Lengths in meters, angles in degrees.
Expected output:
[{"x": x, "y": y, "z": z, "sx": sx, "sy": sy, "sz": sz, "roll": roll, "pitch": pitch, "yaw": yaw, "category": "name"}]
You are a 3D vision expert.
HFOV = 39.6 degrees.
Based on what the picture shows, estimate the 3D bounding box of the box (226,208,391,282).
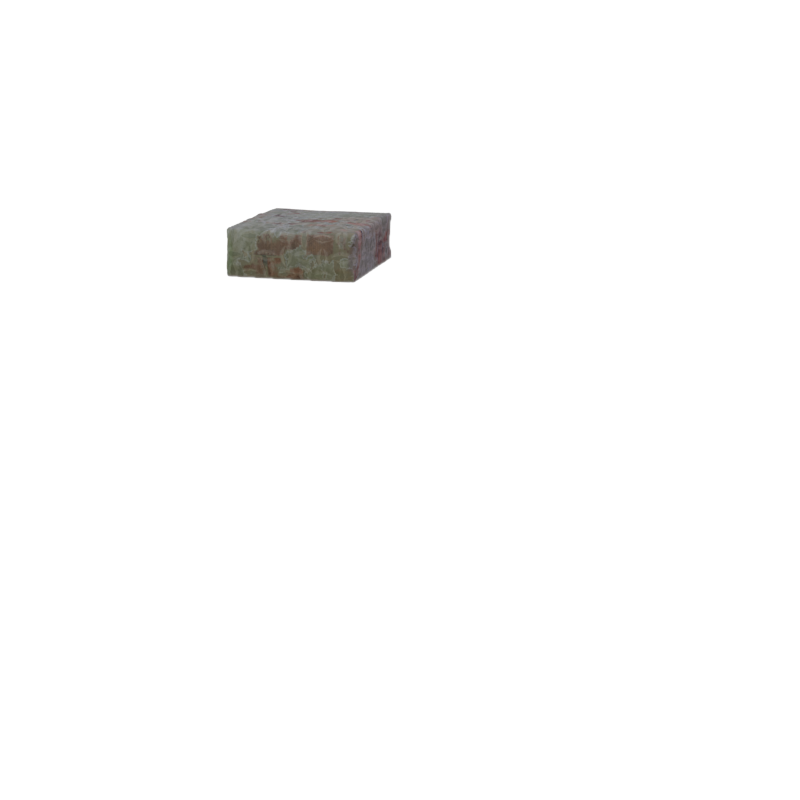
[{"x": -0.049, "y": -0.090, "z": 0.630, "sx": 0.075, "sy": 0.029, "sz": 0.090, "roll": 4, "pitch": 17, "yaw": 14, "category": "box"}]
